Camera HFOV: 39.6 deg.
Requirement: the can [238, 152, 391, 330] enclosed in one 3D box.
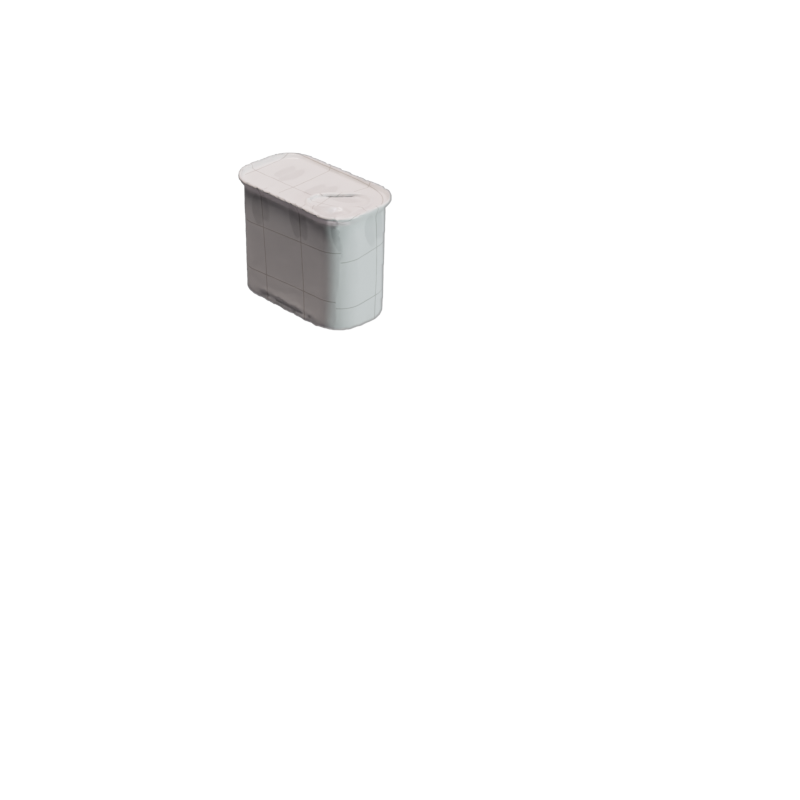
[{"bbox_3d":[-0.056,-0.102,0.713,0.109,0.079,0.057,28,40,36],"label":"can"}]
